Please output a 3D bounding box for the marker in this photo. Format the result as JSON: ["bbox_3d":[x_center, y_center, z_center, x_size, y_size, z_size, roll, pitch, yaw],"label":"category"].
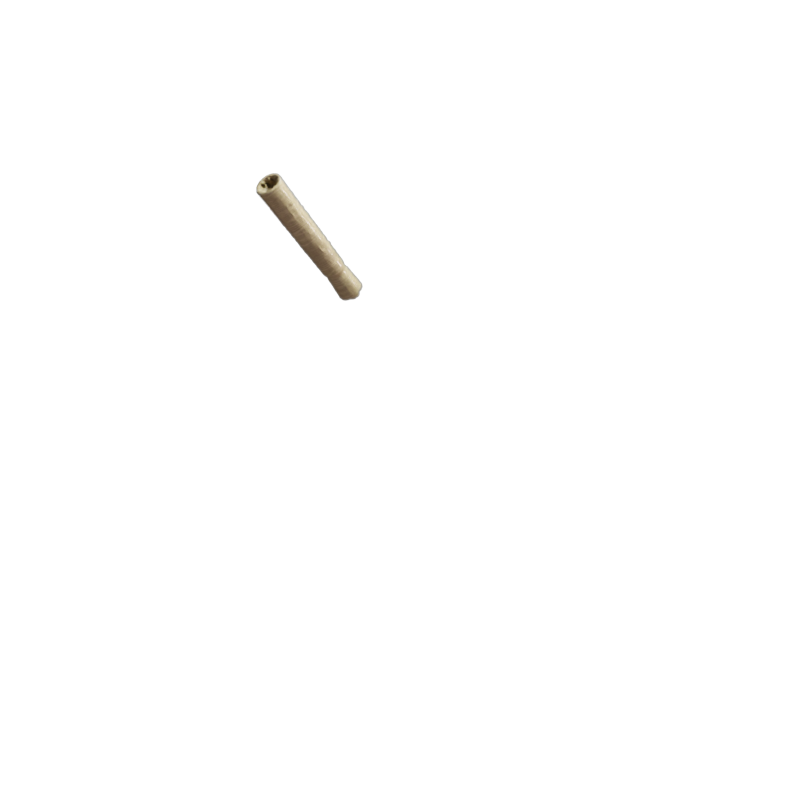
[{"bbox_3d":[-0.059,-0.107,0.751,0.020,0.021,0.112,2,-34,37],"label":"marker"}]
